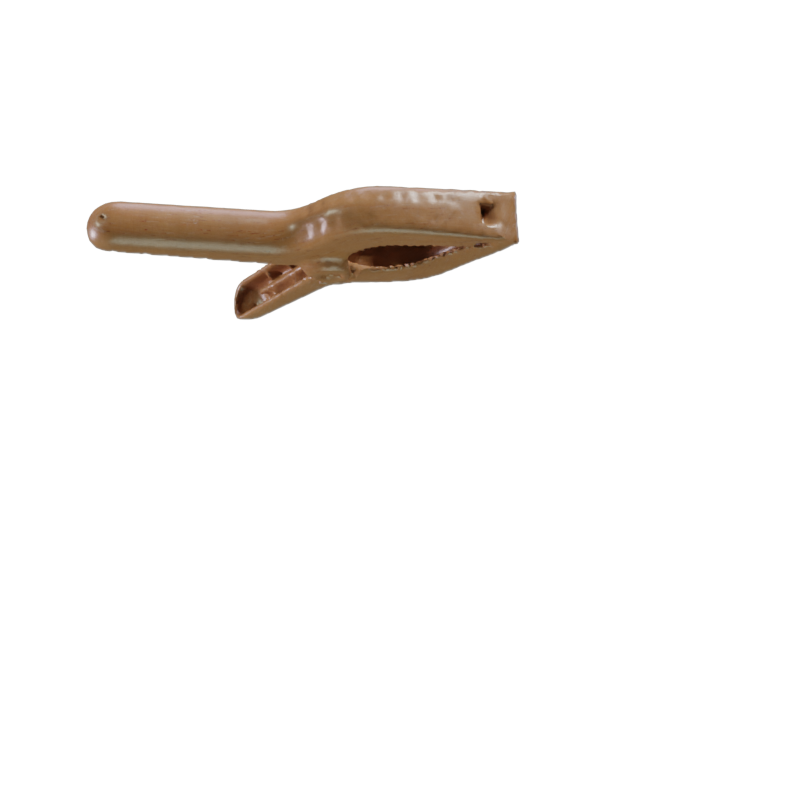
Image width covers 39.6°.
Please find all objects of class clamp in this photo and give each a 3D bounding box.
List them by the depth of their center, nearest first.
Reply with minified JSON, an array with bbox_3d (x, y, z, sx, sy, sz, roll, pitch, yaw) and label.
[{"bbox_3d":[-0.045,-0.083,0.580,0.215,0.038,0.155,-6,-13,30],"label":"clamp"}]
